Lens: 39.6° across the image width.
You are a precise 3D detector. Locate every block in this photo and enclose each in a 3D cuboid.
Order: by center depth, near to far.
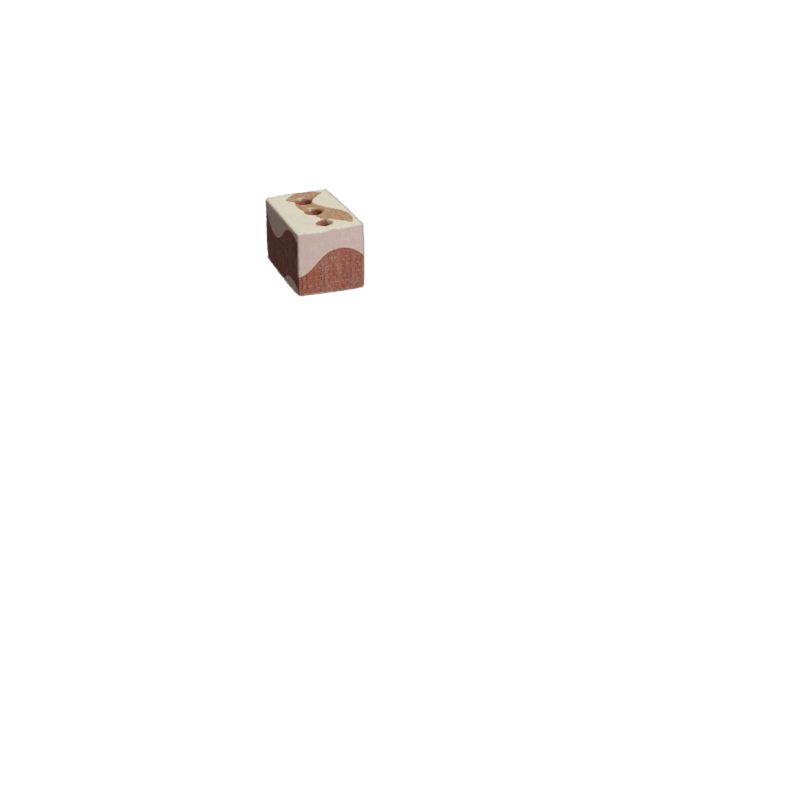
[{"bbox_3d":[-0.065,-0.119,0.834,0.052,0.048,0.084,-11,31,-21],"label":"block"}]
